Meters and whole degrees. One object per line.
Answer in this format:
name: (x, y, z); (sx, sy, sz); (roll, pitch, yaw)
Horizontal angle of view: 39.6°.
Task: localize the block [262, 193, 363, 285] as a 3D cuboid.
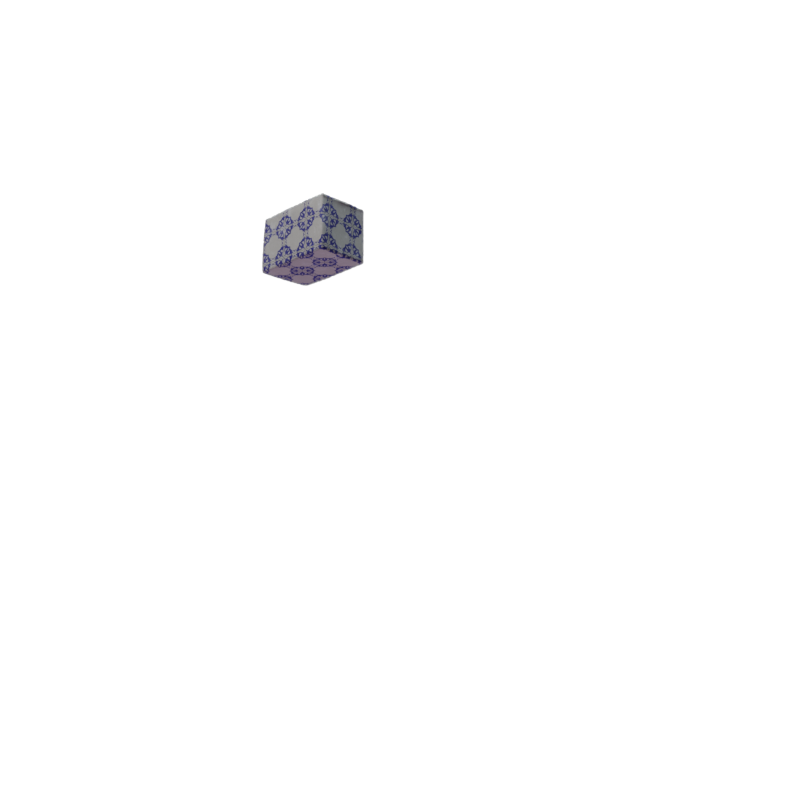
block: (-0.076, -0.138, 0.970); (0.079, 0.054, 0.050); (-17, -25, 41)
